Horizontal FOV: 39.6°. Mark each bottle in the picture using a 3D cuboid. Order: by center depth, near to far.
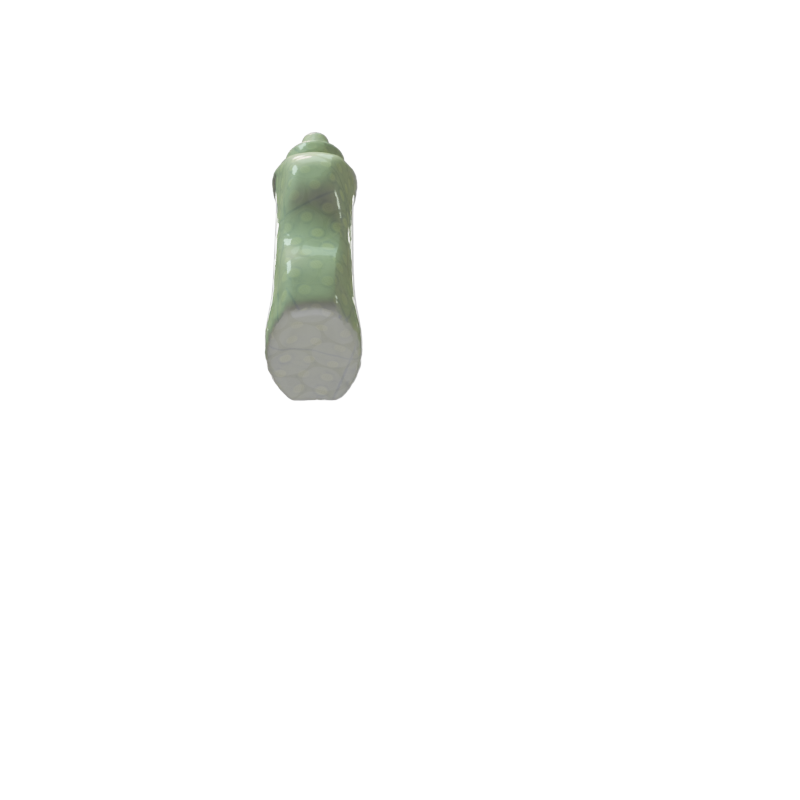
[{"bbox_3d":[-0.055,-0.102,0.715,0.058,0.206,0.089,-3,-39,-1],"label":"bottle"}]
